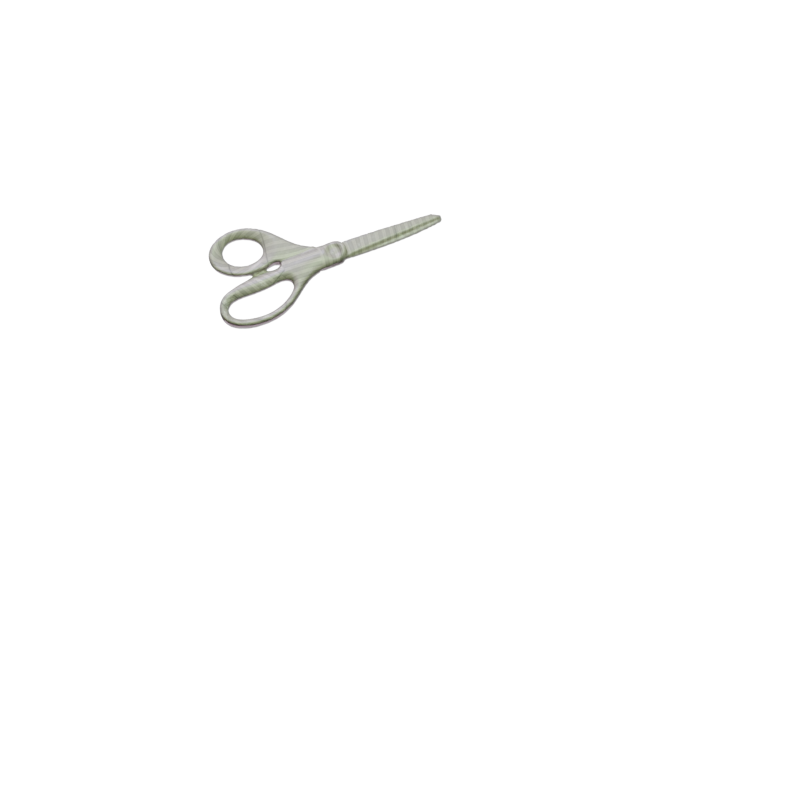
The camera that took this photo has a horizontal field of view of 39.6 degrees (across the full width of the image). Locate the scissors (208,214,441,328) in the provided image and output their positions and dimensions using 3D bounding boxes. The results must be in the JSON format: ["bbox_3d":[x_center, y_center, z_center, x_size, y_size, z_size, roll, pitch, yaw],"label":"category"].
[{"bbox_3d":[-0.073,-0.133,0.929,0.202,0.101,0.015,-35,-21,-16],"label":"scissors"}]
